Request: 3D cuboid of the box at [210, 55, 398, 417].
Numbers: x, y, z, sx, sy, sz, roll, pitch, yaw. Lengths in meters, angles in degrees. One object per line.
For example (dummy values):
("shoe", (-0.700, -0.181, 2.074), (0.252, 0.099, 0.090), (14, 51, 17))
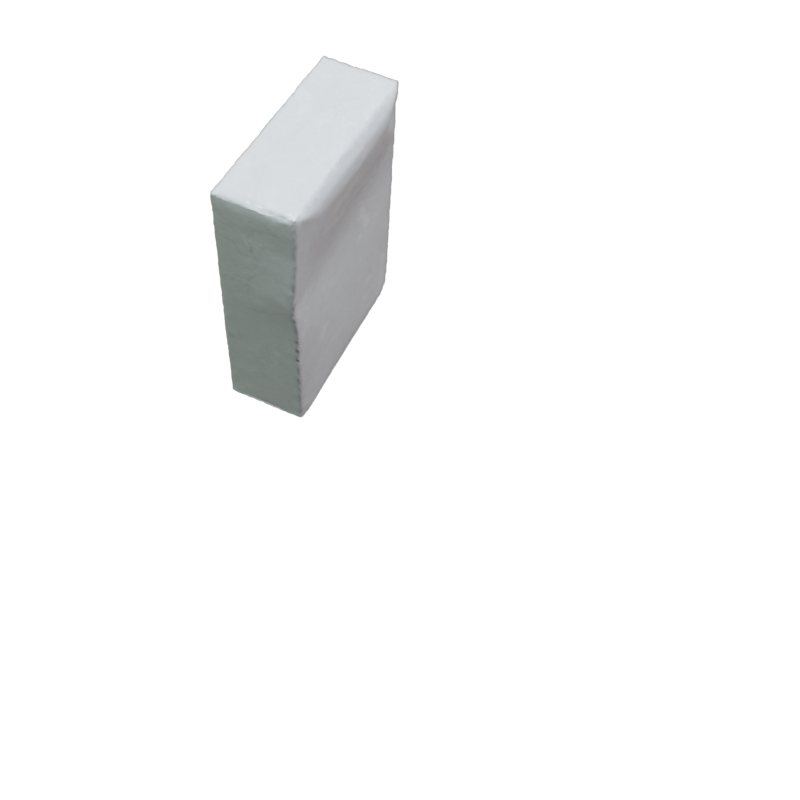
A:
("box", (-0.064, -0.117, 0.820), (0.074, 0.170, 0.199), (20, -37, 12))
